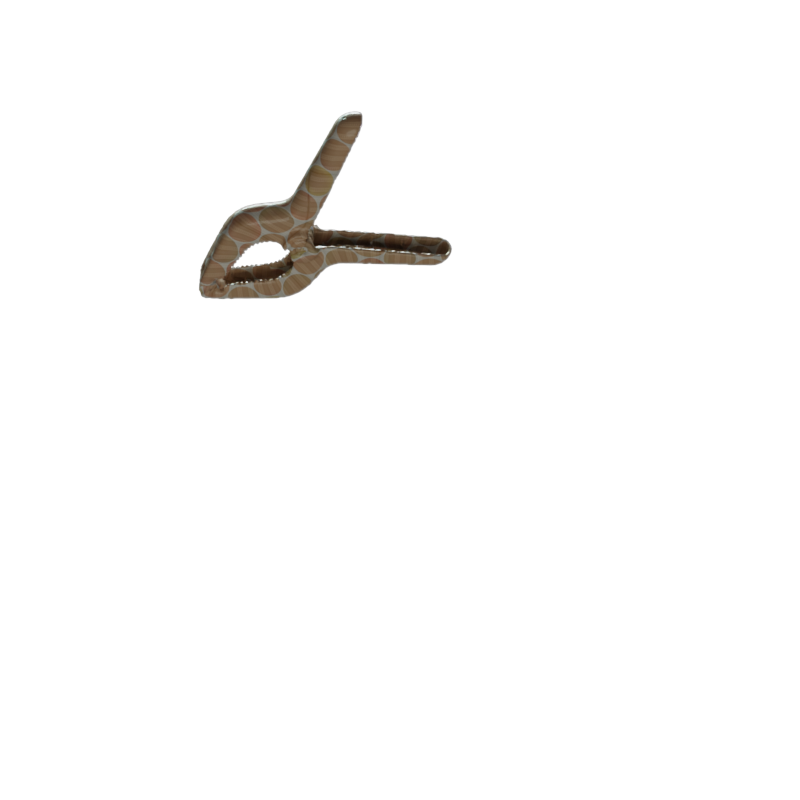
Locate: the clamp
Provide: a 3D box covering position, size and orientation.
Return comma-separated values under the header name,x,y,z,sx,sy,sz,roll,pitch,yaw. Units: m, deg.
name,x,y,z,sx,sy,sz,roll,pitch,yaw
clamp,-0.072,-0.132,0.925,0.210,0.039,0.154,-29,-54,23
